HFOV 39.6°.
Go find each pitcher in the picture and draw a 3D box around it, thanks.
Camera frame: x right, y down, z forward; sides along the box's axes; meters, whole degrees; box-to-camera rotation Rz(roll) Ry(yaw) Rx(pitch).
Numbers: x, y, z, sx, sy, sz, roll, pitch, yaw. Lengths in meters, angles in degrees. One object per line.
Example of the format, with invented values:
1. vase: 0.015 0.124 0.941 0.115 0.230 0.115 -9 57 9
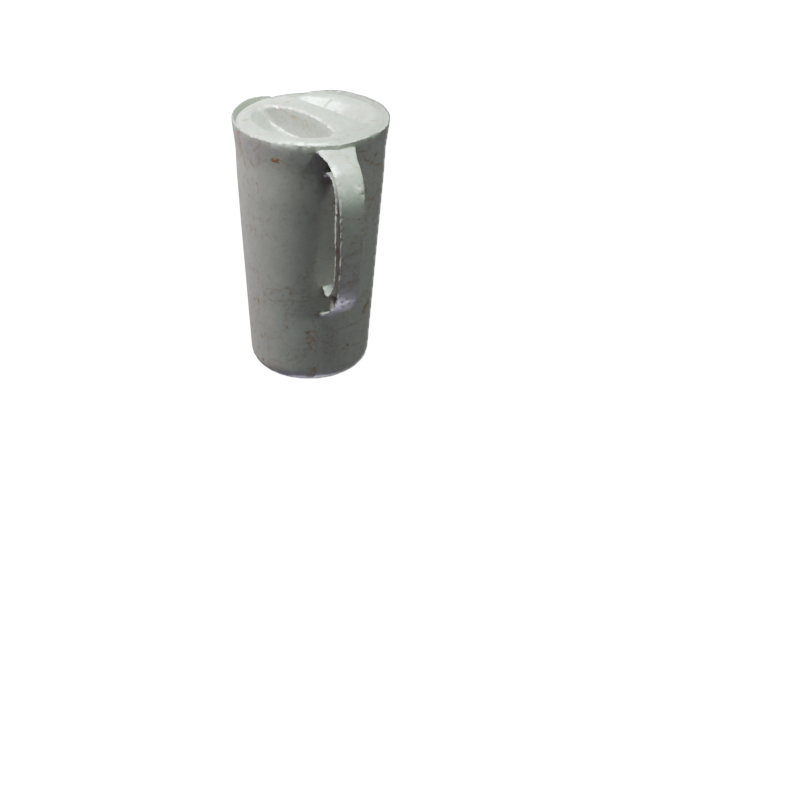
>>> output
1. pitcher: -0.076 -0.139 0.971 0.150 0.229 0.153 13 32 19
